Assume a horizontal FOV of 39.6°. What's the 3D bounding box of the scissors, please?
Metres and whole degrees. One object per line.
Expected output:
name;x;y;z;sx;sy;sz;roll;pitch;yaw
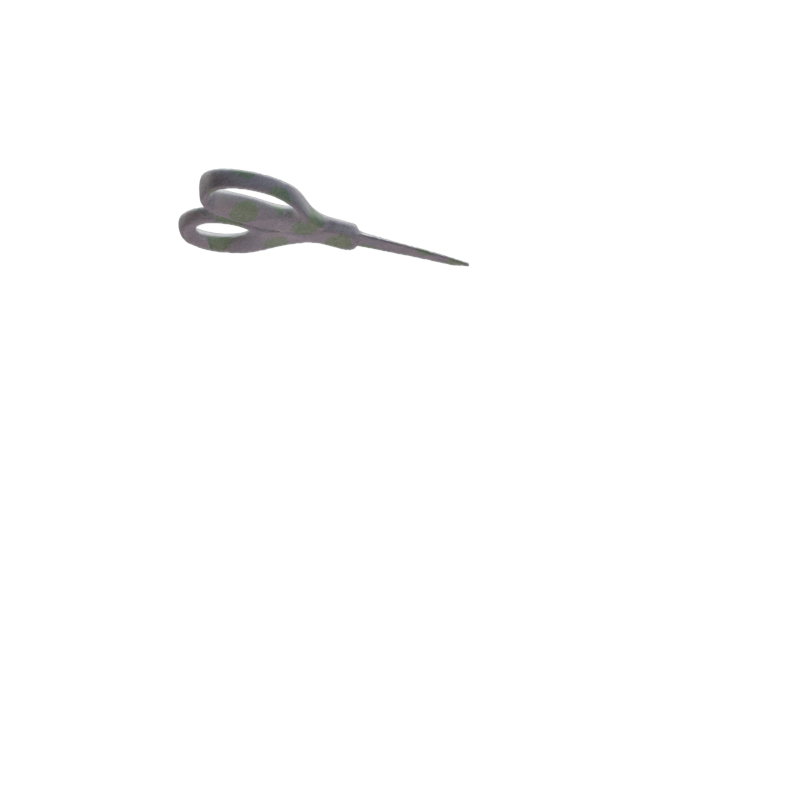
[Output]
scissors;-0.056;-0.102;0.716;0.190;0.017;0.097;18;-27;-42
